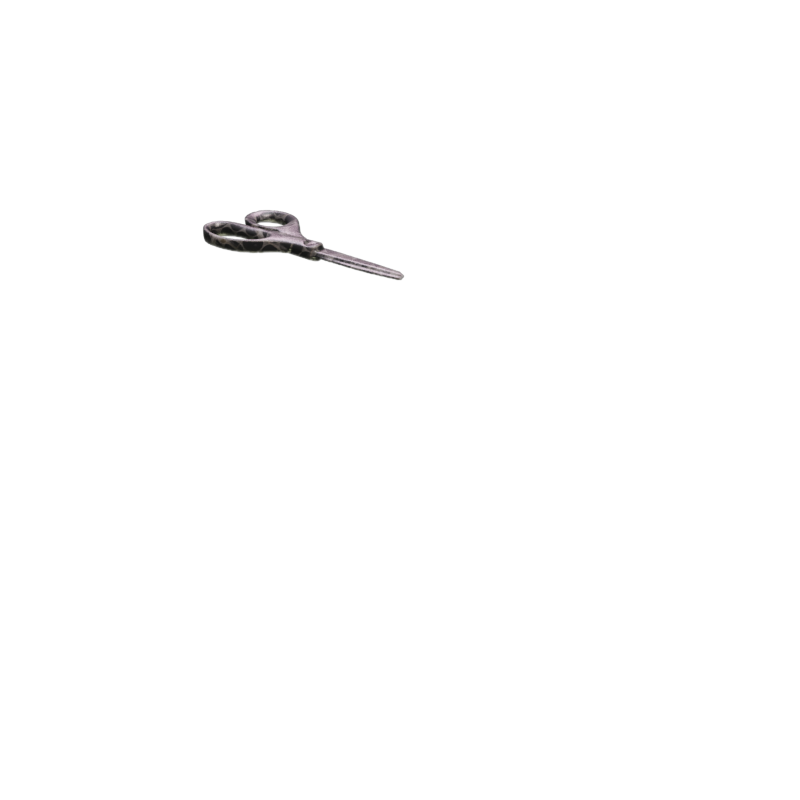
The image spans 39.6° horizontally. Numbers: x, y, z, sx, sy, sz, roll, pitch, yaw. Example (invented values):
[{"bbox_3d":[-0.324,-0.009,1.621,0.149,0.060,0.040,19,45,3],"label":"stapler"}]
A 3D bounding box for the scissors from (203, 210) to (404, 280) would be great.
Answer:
[{"bbox_3d":[-0.076,-0.139,0.974,0.209,0.015,0.098,12,30,21],"label":"scissors"}]
